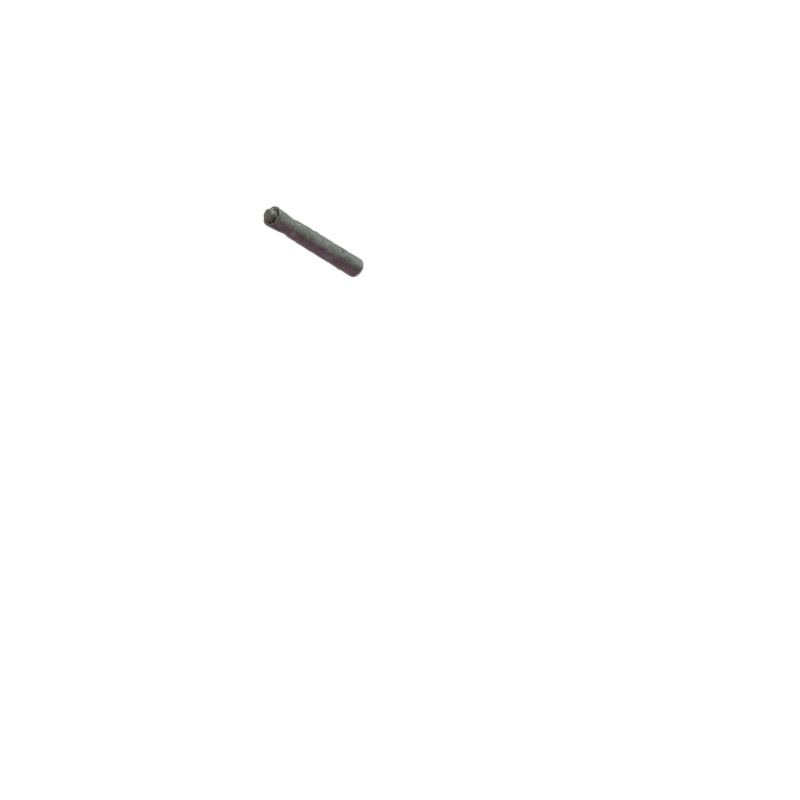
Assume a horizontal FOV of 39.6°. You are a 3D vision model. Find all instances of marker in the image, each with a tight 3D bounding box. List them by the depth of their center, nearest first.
[{"bbox_3d":[-0.076,-0.139,0.975,0.021,0.020,0.113,4,-17,44],"label":"marker"}]
